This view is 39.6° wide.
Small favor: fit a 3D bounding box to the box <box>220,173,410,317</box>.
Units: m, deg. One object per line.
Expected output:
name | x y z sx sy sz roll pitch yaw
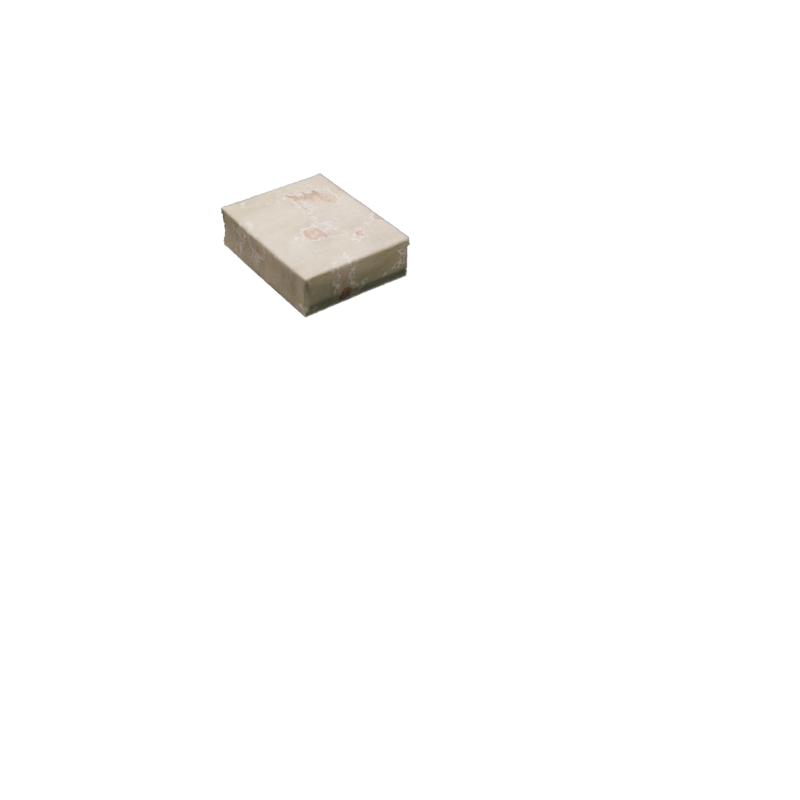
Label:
box | -0.062 -0.114 0.797 0.089 0.036 0.122 -24 43 -29
